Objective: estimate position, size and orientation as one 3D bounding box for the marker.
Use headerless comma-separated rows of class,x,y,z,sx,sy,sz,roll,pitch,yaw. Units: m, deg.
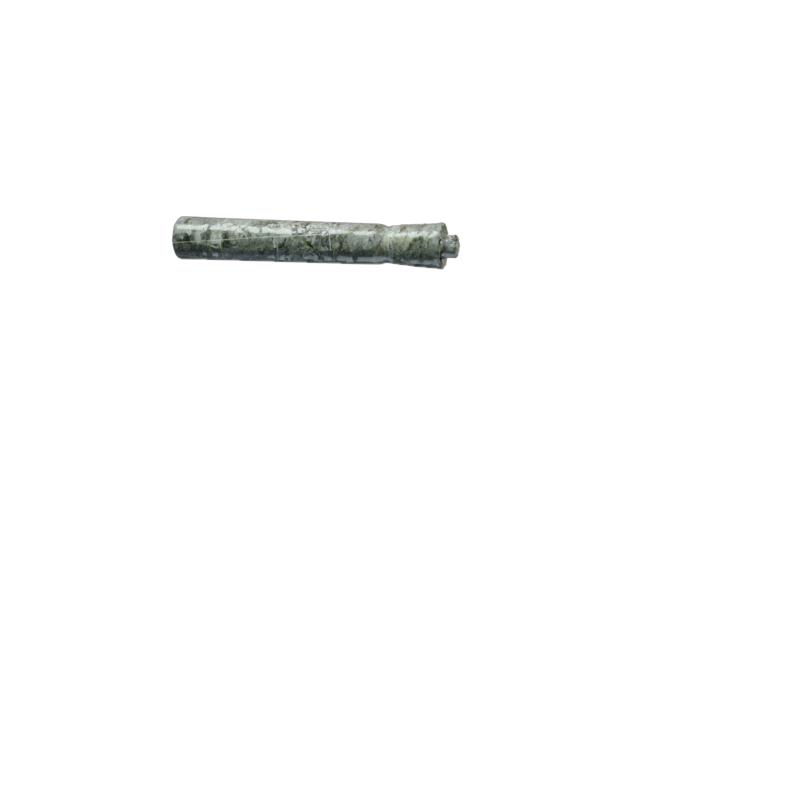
marker,-0.036,-0.066,0.459,0.124,0.020,0.019,4,5,18
